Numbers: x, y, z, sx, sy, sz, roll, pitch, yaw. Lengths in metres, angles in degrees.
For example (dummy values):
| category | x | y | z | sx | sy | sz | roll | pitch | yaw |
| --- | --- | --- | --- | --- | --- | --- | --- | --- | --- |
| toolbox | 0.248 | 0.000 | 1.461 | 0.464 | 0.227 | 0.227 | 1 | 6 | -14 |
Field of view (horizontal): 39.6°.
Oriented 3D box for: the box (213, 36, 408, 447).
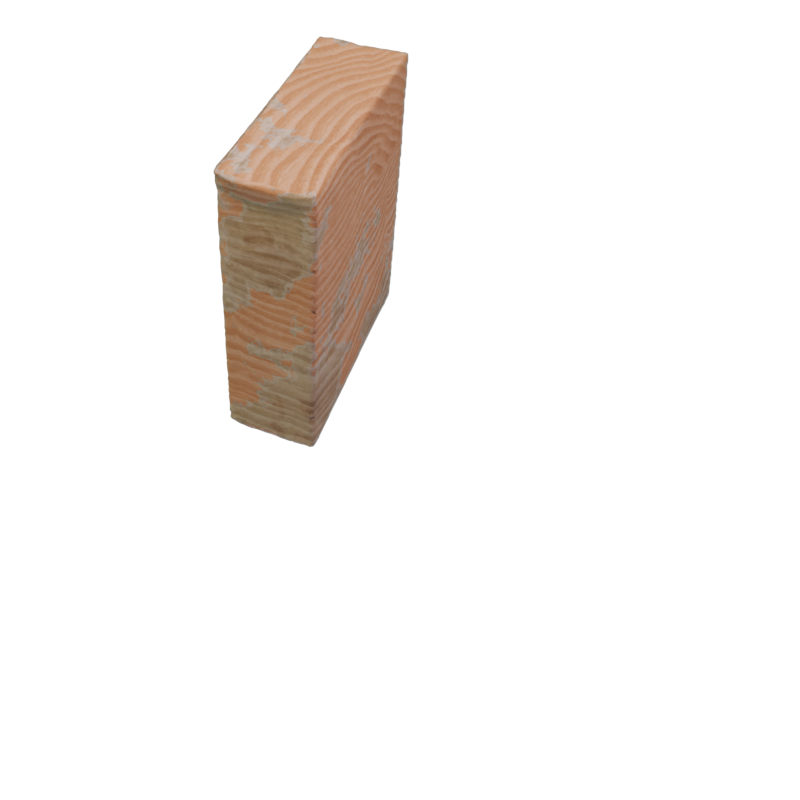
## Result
| category | x | y | z | sx | sy | sz | roll | pitch | yaw |
| --- | --- | --- | --- | --- | --- | --- | --- | --- | --- |
| box | -0.057 | -0.104 | 0.727 | 0.074 | 0.199 | 0.172 | 15 | 46 | 11 |
